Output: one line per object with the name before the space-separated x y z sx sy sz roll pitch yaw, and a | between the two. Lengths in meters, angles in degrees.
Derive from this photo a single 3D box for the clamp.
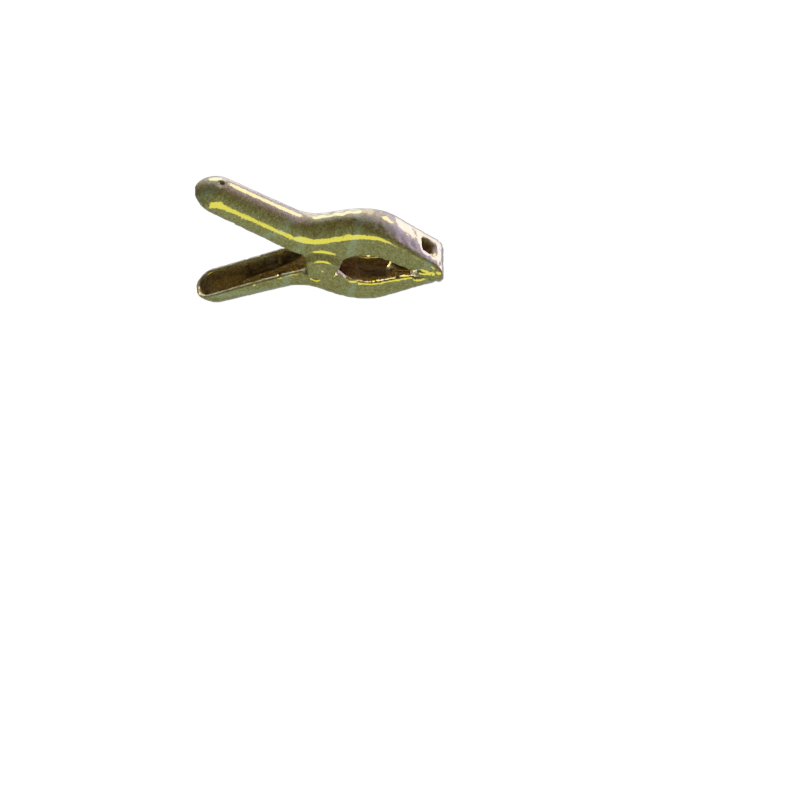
clamp | -0.057 -0.104 0.726 0.172 0.042 0.113 -1 -26 3
